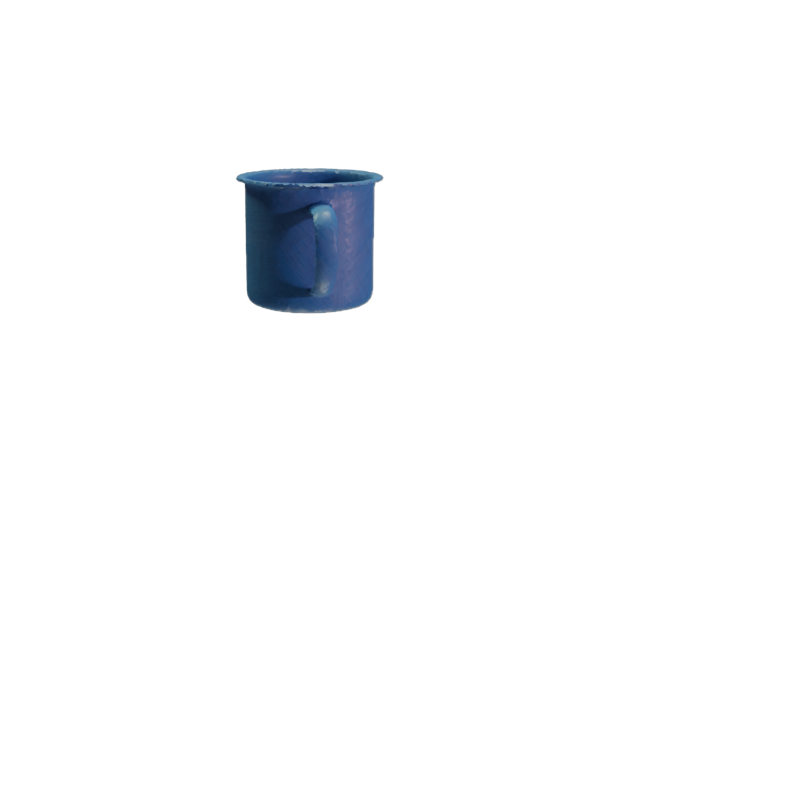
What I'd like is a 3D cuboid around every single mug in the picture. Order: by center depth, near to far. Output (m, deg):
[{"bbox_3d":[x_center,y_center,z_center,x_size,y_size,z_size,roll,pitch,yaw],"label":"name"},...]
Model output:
[{"bbox_3d":[-0.054,-0.099,0.695,0.092,0.079,0.123,-3,15,-14],"label":"mug"}]
